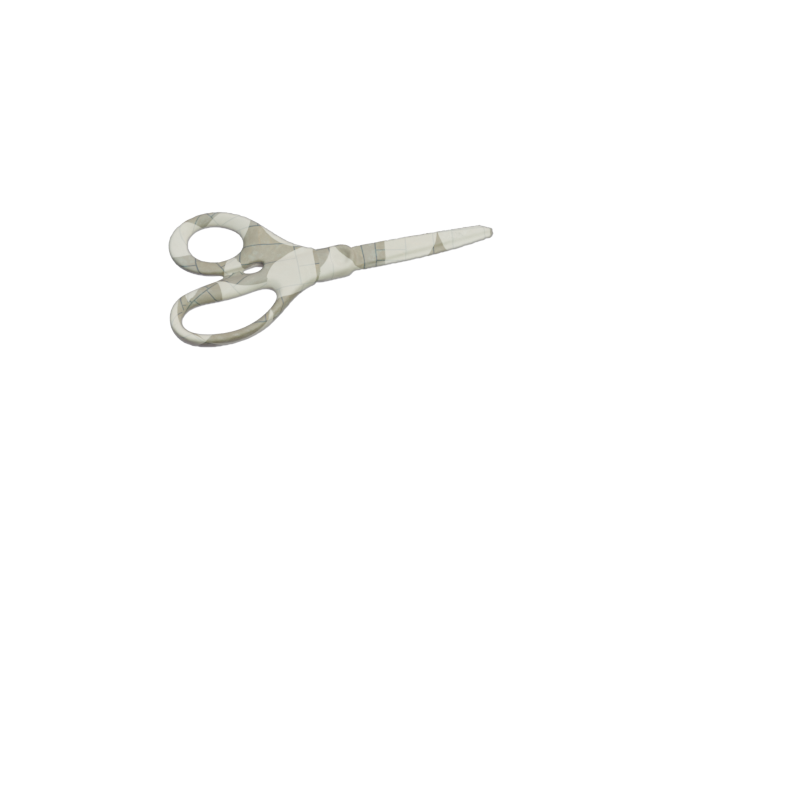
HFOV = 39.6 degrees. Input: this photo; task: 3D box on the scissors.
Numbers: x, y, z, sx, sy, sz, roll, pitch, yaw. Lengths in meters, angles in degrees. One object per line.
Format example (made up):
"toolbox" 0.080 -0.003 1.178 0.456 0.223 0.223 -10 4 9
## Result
"scissors" -0.053 -0.097 0.678 0.201 0.102 0.015 -27 -25 -14
